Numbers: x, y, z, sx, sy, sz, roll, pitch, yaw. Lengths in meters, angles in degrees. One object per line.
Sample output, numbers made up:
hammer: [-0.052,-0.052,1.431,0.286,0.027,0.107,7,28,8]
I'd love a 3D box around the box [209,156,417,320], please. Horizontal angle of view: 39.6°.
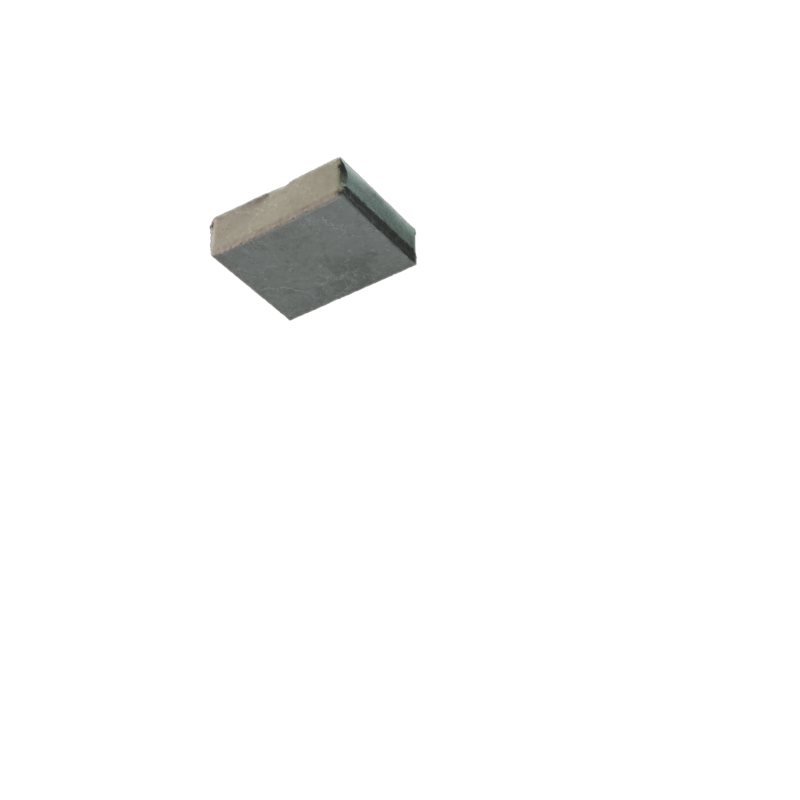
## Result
box: [-0.047,-0.086,0.601,0.090,0.032,0.068,-21,-39,27]
